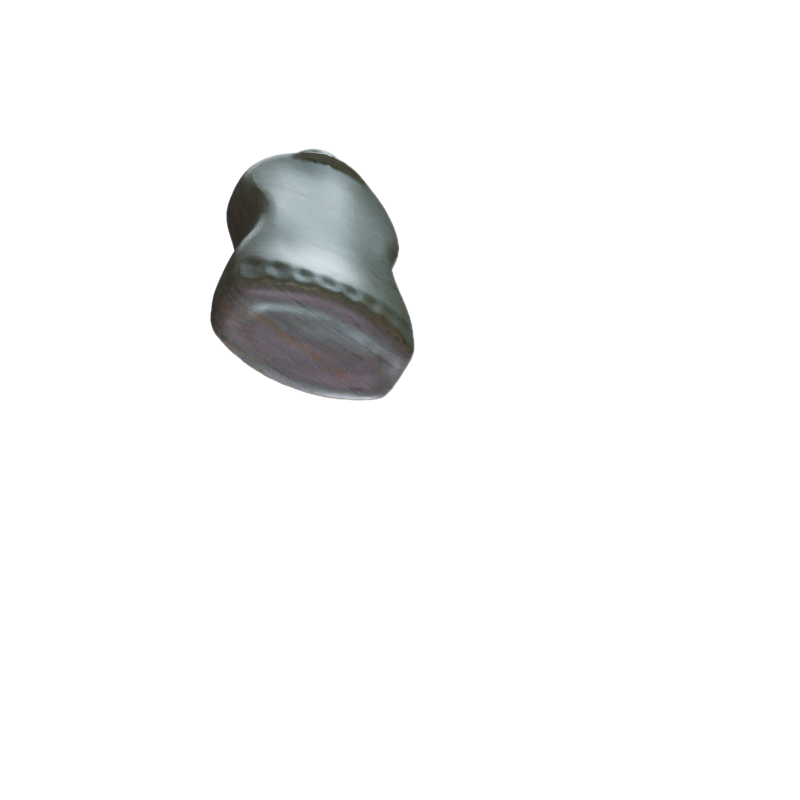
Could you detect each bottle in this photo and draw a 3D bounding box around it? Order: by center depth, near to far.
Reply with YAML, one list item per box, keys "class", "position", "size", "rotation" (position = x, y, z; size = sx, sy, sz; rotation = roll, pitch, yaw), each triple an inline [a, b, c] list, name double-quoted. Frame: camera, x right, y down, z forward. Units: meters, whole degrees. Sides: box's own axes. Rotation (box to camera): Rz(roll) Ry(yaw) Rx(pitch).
- class: "bottle"
  position: [-0.047, -0.084, 0.592]
  size: [0.093, 0.056, 0.205]
  rotation: [19, 32, -16]
